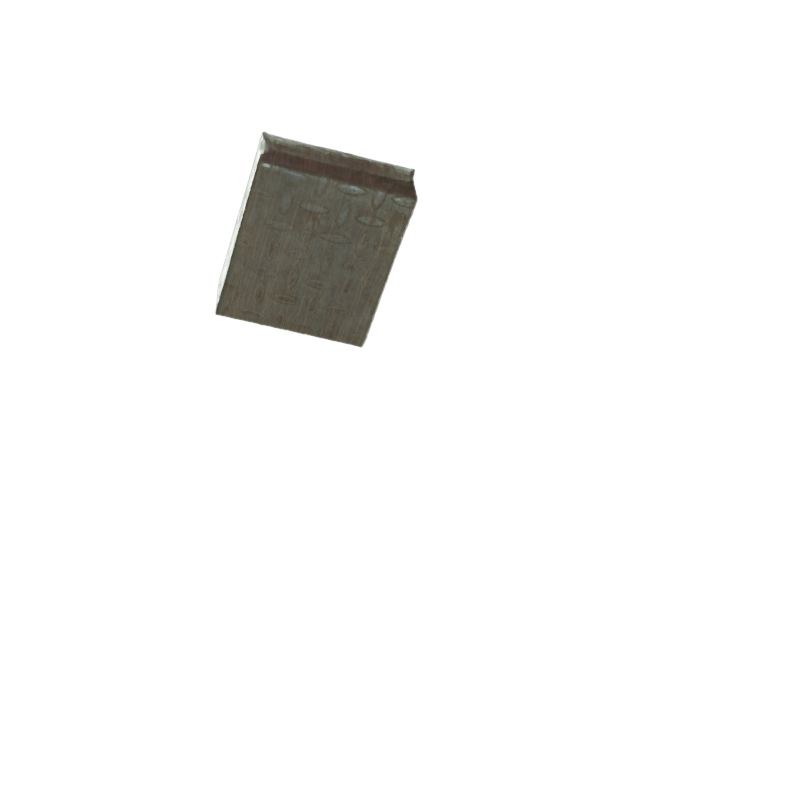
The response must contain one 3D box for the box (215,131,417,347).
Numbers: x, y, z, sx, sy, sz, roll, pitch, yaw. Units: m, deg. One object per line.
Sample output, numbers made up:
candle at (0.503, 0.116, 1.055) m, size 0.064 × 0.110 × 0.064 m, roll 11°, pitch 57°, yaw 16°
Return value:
box at (-0.040, -0.073, 0.510) m, size 0.072 × 0.085 × 0.032 m, roll 13°, pitch 34°, yaw -10°
